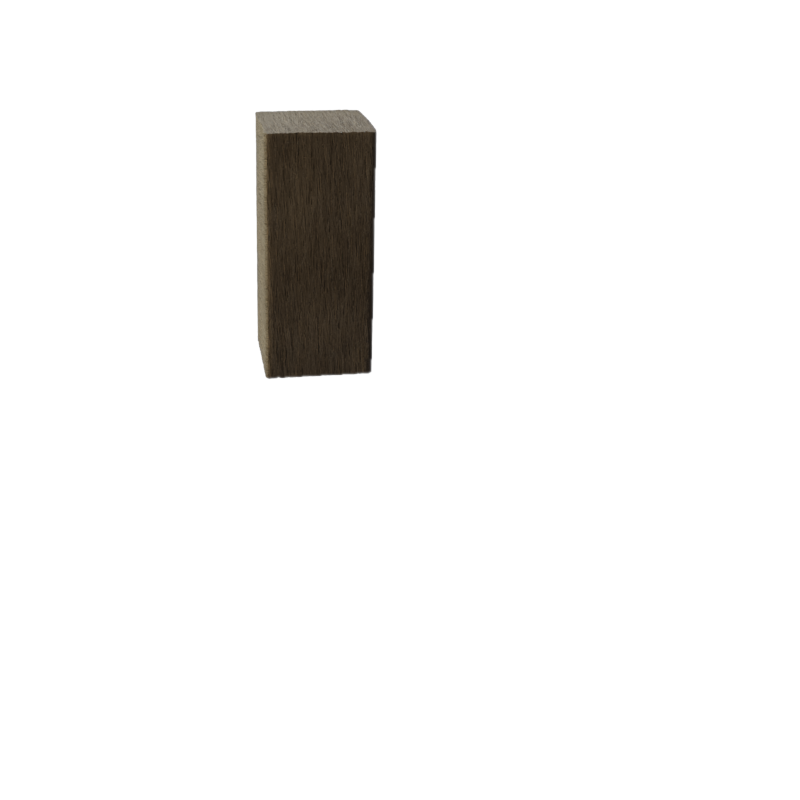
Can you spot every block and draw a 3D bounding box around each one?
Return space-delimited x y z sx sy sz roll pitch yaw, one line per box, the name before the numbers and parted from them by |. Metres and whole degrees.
block | -0.072 -0.133 0.927 0.090 0.197 0.095 -2 20 -10
